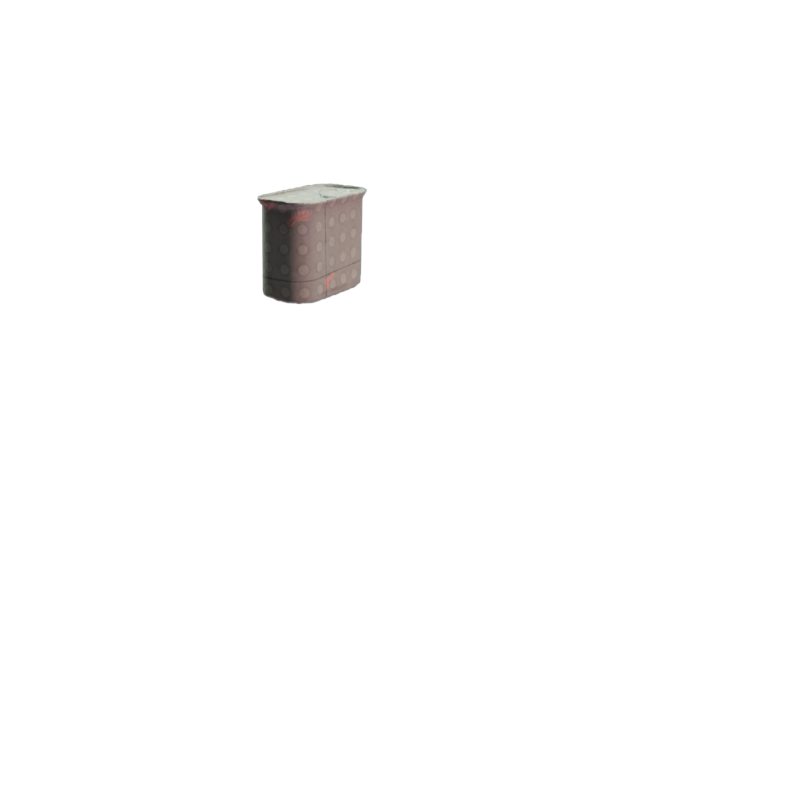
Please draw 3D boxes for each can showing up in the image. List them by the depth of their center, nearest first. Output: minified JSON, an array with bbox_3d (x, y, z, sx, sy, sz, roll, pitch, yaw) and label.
[{"bbox_3d":[-0.072,-0.132,0.923,0.060,0.081,0.101,9,19,30],"label":"can"}]
